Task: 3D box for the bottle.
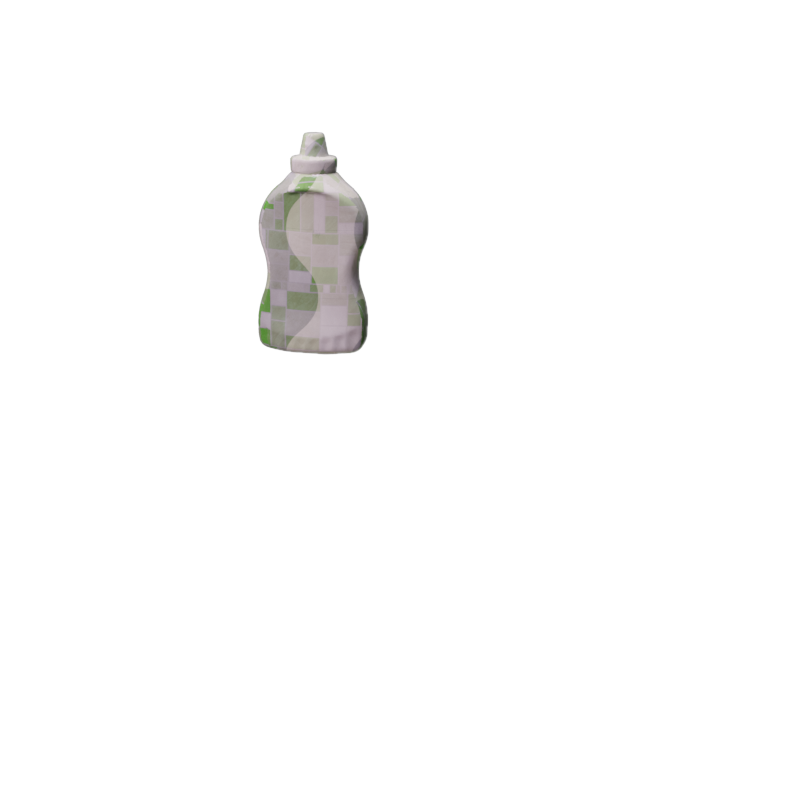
[{"bbox_3d":[-0.076,-0.140,0.977,0.098,0.186,0.059,4,13,13],"label":"bottle"}]
